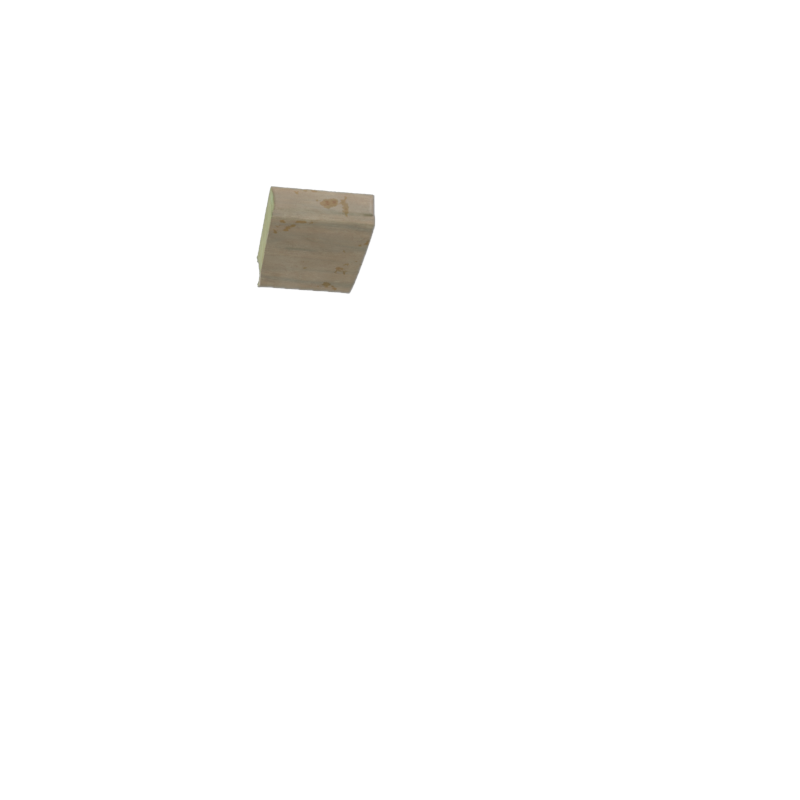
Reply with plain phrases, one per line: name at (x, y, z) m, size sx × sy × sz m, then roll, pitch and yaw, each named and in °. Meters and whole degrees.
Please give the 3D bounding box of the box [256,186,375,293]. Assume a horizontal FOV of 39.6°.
box at (-0.076, -0.138, 0.967) m, size 0.089 × 0.041 × 0.108 m, roll 5°, pitch -32°, yaw -10°
